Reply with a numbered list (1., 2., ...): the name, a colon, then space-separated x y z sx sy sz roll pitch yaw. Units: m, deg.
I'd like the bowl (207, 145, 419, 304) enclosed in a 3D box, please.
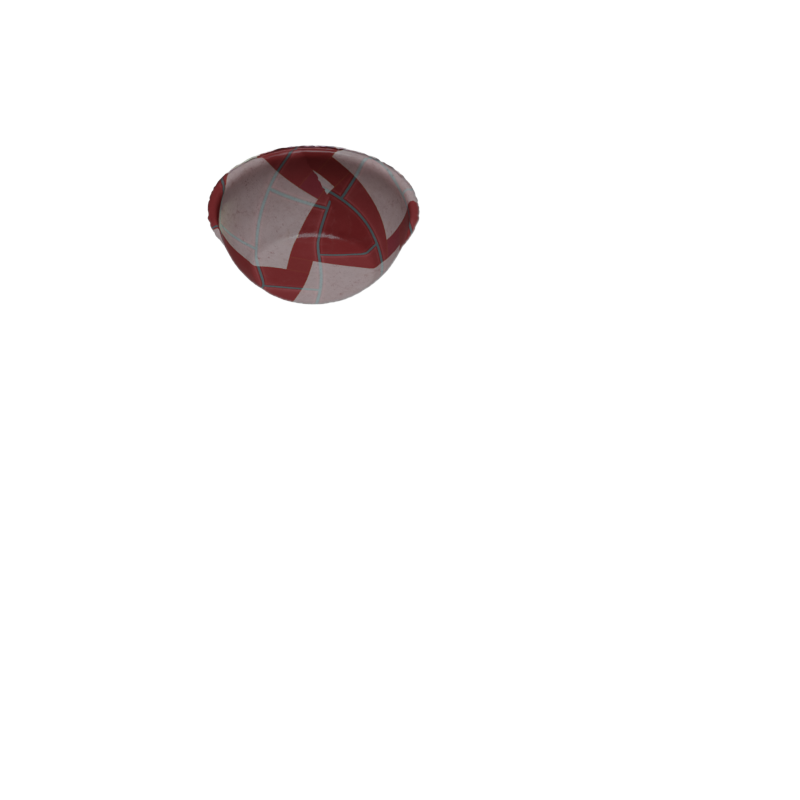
1. bowl: -0.065 -0.119 0.833 0.162 0.059 0.152 1 -31 -2
